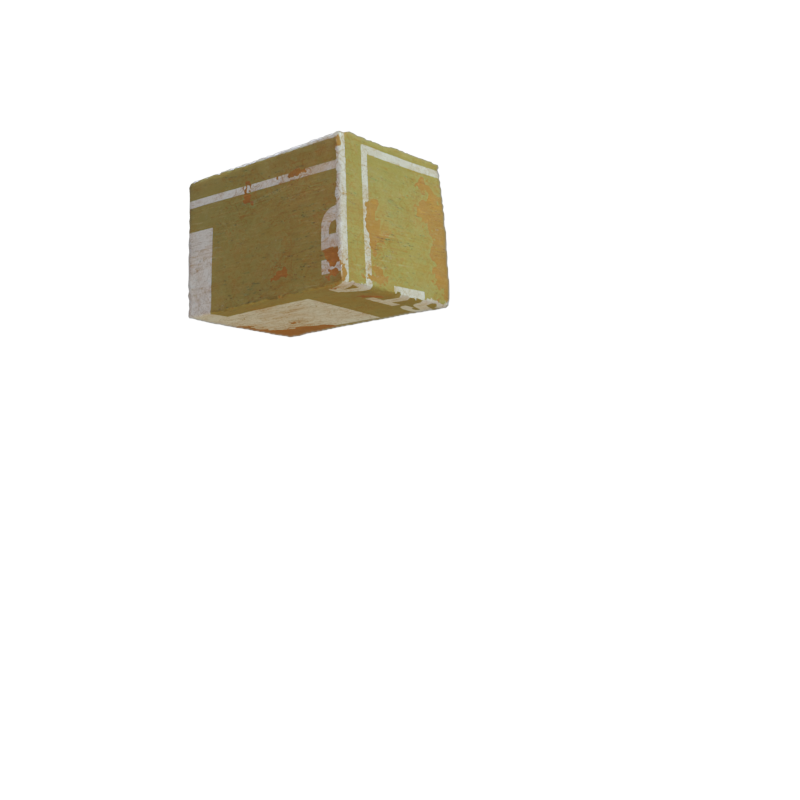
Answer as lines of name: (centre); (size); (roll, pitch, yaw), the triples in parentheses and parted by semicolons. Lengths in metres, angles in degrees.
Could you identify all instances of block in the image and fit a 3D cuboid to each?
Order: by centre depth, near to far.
block: (-0.030, -0.055, 0.383); (0.080, 0.053, 0.050); (-9, -14, 41)
